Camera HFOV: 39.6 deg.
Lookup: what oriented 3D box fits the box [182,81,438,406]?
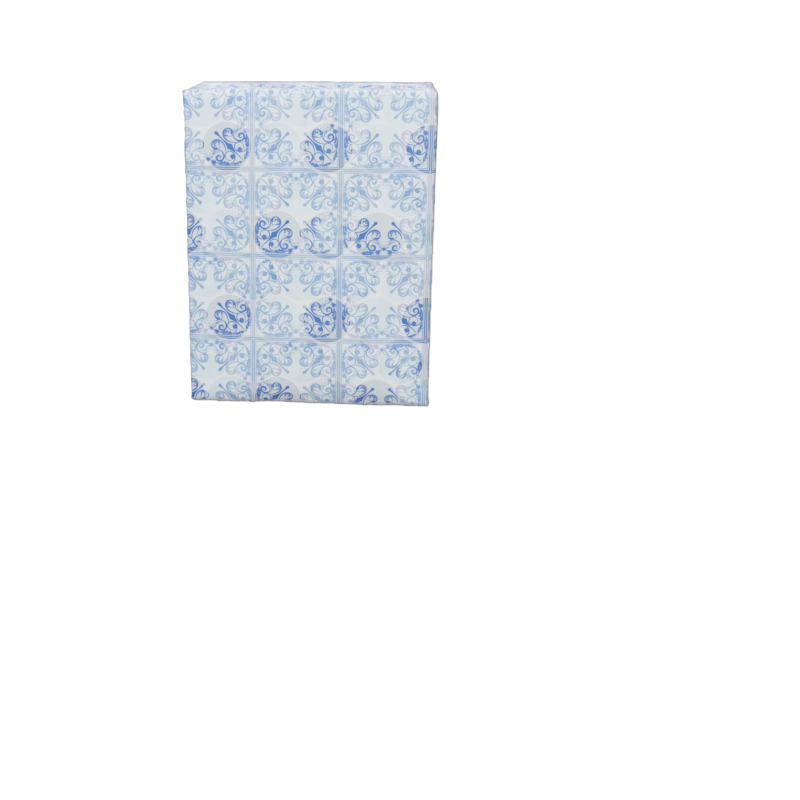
[{"bbox_3d":[-0.059,-0.107,0.752,0.165,0.207,0.074,2,15,3],"label":"box"}]
